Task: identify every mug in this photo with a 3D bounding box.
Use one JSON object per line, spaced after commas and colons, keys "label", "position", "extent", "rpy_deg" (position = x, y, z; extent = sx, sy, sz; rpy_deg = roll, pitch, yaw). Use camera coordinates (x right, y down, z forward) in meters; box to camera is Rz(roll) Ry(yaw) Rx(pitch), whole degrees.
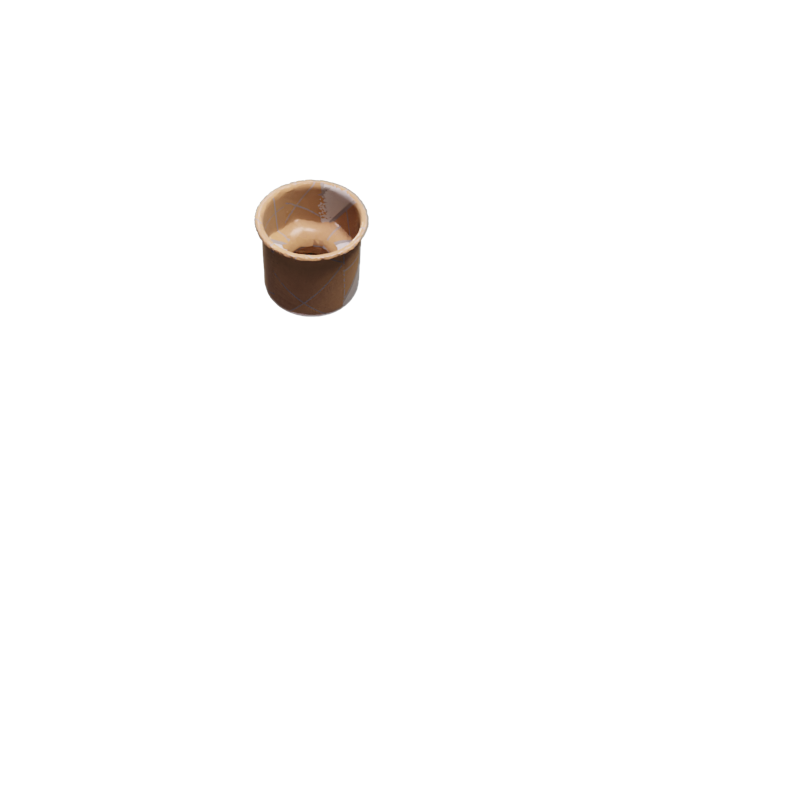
{"label": "mug", "position": [-0.073, -0.134, 0.938], "extent": [0.094, 0.125, 0.076], "rpy_deg": [4, -40, 2]}
